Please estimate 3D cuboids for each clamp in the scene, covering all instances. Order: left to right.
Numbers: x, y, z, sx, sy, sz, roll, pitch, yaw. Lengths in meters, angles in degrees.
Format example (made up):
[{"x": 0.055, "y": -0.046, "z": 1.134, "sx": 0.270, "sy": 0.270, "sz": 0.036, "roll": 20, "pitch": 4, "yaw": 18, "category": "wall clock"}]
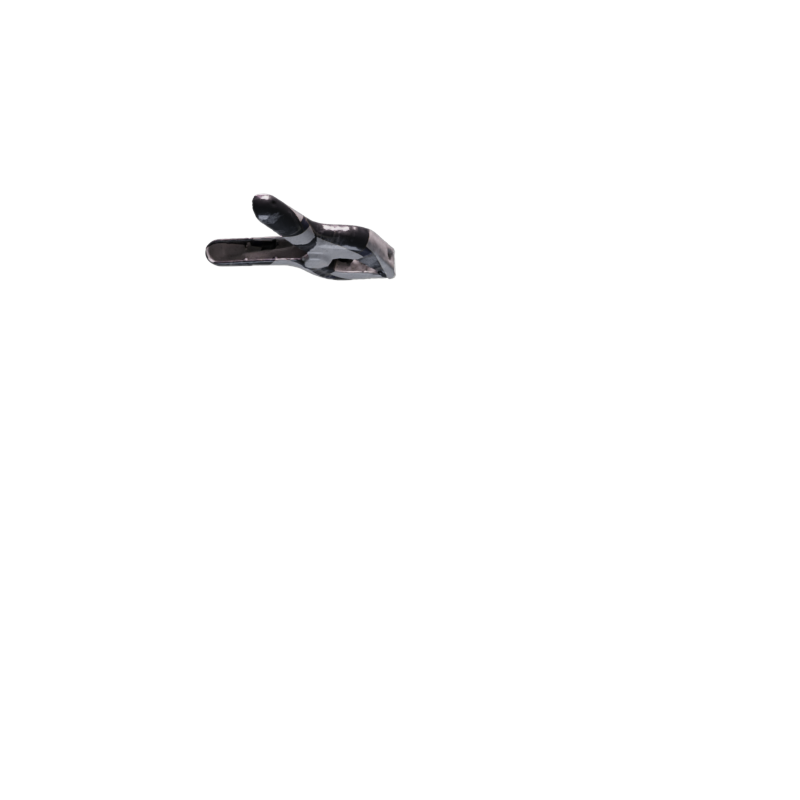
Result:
[{"x": -0.076, "y": -0.139, "z": 0.974, "sx": 0.167, "sy": 0.041, "sz": 0.119, "roll": 4, "pitch": -13, "yaw": -18, "category": "clamp"}]
